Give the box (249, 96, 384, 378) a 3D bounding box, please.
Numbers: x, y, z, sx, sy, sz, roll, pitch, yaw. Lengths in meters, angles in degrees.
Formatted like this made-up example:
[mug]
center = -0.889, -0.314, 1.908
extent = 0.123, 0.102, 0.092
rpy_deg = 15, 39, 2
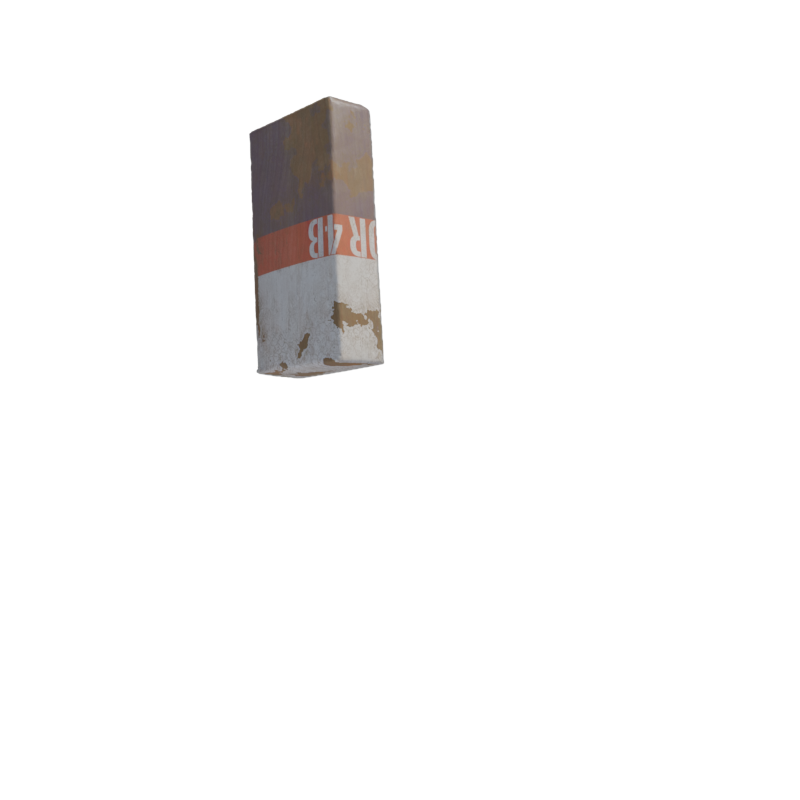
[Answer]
[box]
center = -0.059, -0.107, 0.753
extent = 0.046, 0.182, 0.095
rpy_deg = 11, -16, -41
